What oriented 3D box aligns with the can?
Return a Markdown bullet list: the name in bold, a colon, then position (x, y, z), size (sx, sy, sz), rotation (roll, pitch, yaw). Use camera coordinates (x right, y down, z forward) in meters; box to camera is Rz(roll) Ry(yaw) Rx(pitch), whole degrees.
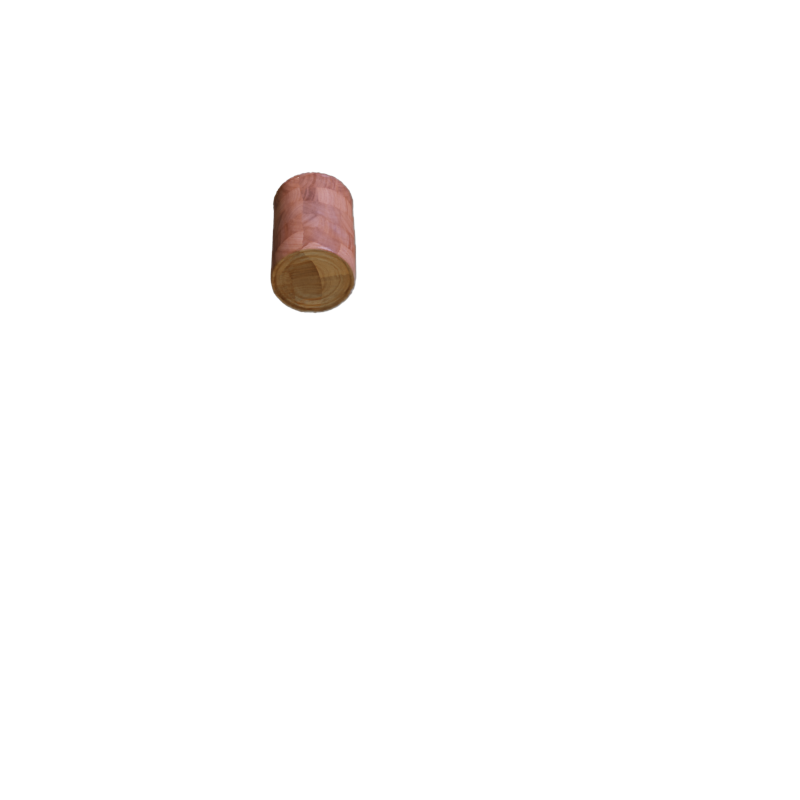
- **can**: position (-0.070, -0.128, 0.894), size (0.068, 0.064, 0.110), rotation (-1, 42, -3)
